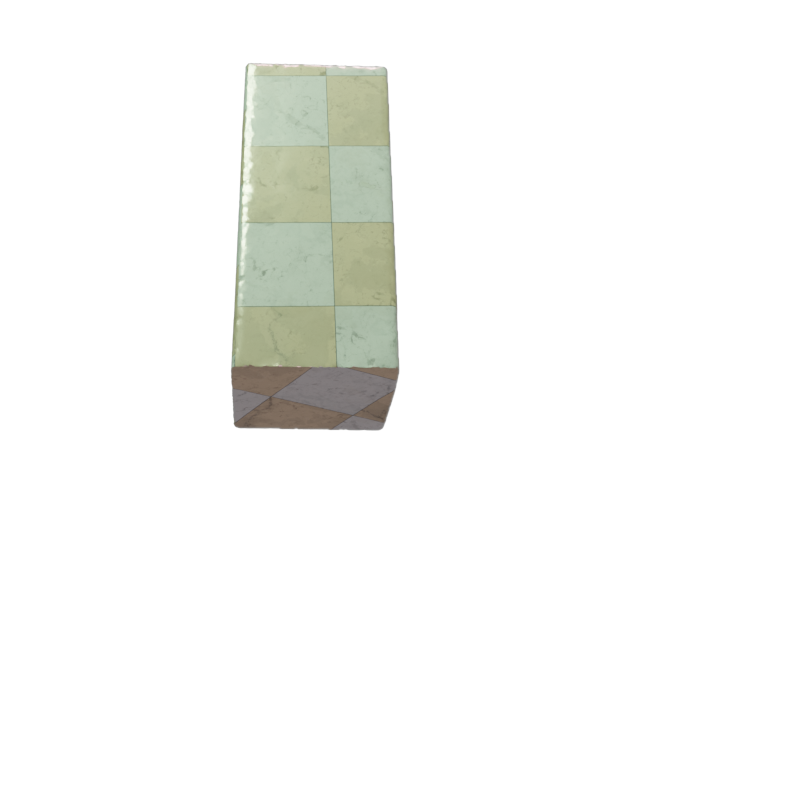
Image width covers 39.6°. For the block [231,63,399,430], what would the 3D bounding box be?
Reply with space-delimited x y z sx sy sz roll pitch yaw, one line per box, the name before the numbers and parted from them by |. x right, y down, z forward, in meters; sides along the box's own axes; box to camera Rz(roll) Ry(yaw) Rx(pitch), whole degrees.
block | -0.052 -0.095 0.670 0.090 0.219 0.085 1 -29 -5
